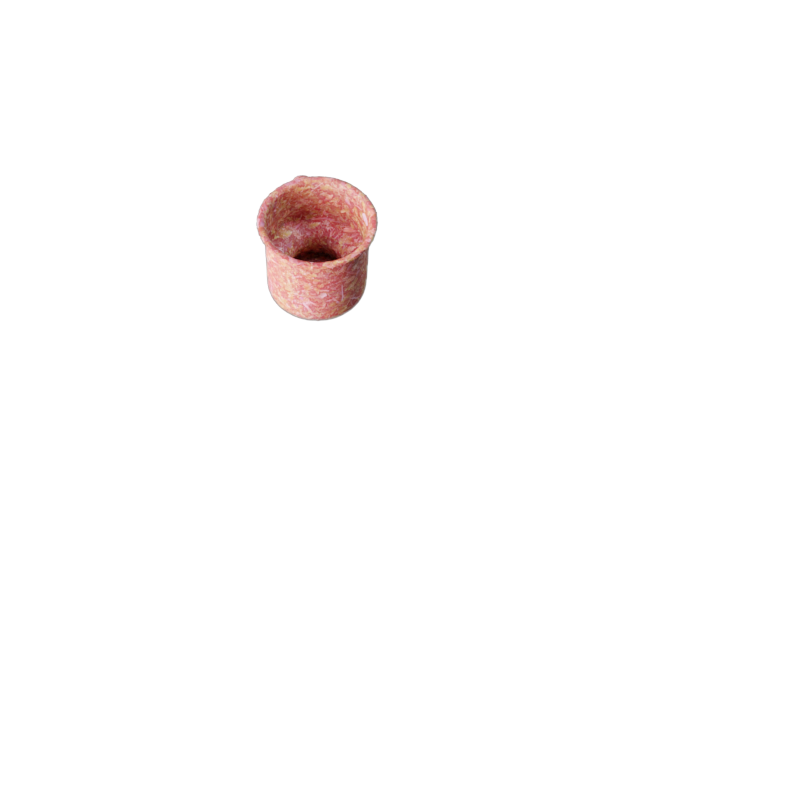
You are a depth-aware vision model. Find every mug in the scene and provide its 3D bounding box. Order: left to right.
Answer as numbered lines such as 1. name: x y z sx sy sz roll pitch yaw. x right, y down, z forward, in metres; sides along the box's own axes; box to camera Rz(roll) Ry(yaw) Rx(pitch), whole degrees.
1. mug: -0.069 -0.127 0.886 0.092 0.126 0.076 -12 -35 -10
